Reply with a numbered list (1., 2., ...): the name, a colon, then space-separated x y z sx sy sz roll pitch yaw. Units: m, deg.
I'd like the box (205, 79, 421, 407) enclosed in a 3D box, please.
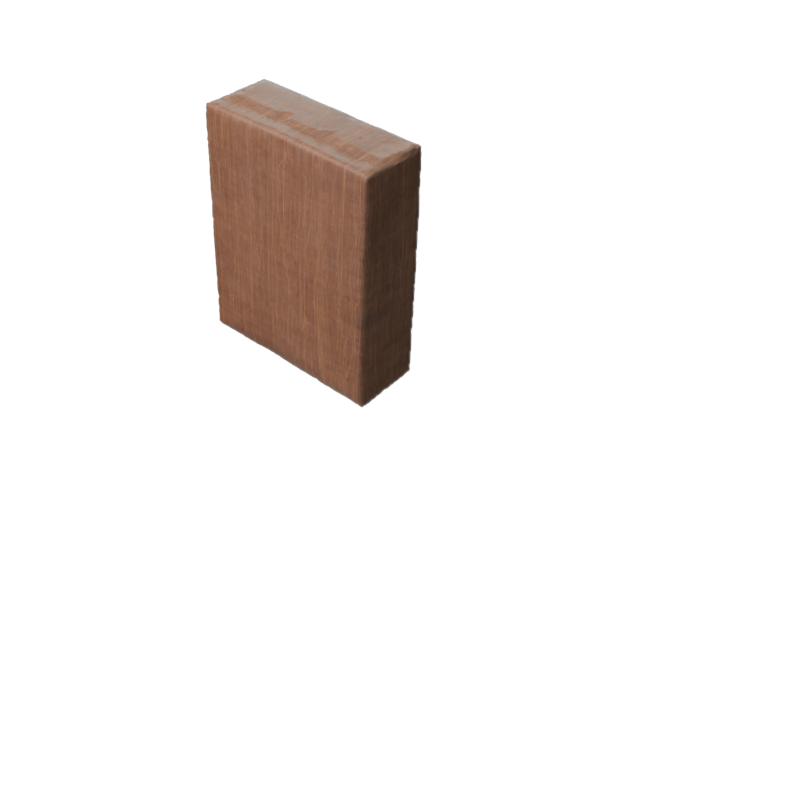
1. box: -0.068 -0.124 0.868 0.175 0.200 0.072 30 45 31
